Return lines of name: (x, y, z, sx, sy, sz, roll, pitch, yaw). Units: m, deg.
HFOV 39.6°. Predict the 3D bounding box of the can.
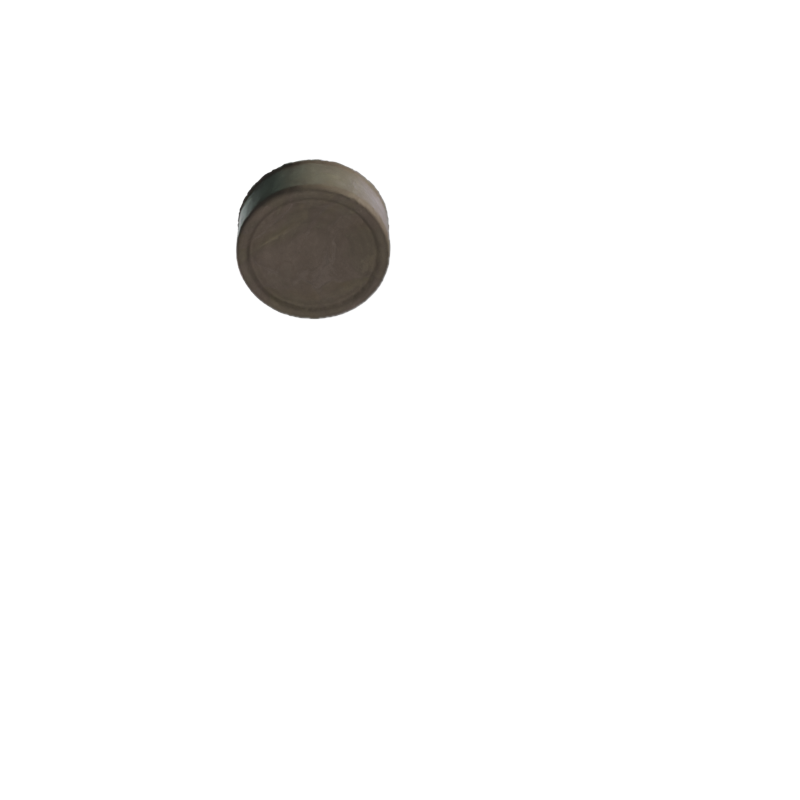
can: (-0.048, -0.088, 0.613, 0.086, 0.081, 0.036, 1, 33, -1)
